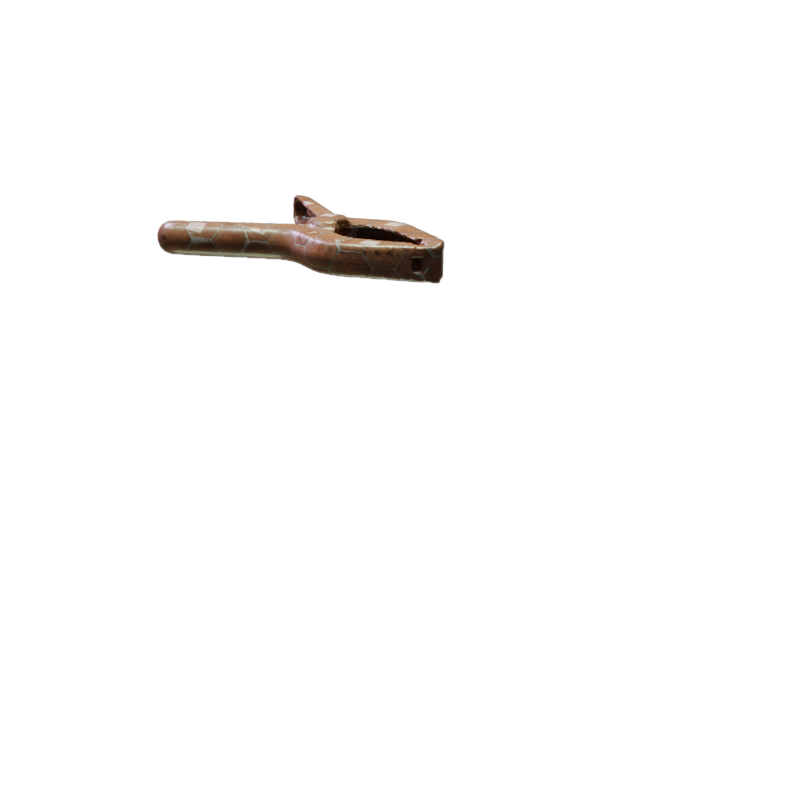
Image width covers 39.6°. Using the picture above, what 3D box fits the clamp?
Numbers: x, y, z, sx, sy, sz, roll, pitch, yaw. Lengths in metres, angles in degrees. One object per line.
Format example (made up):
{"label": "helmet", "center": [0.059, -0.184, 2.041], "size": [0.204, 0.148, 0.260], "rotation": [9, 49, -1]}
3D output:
{"label": "clamp", "center": [-0.064, -0.116, 0.815], "size": [0.161, 0.035, 0.222], "rotation": [-19, 28, -41]}
